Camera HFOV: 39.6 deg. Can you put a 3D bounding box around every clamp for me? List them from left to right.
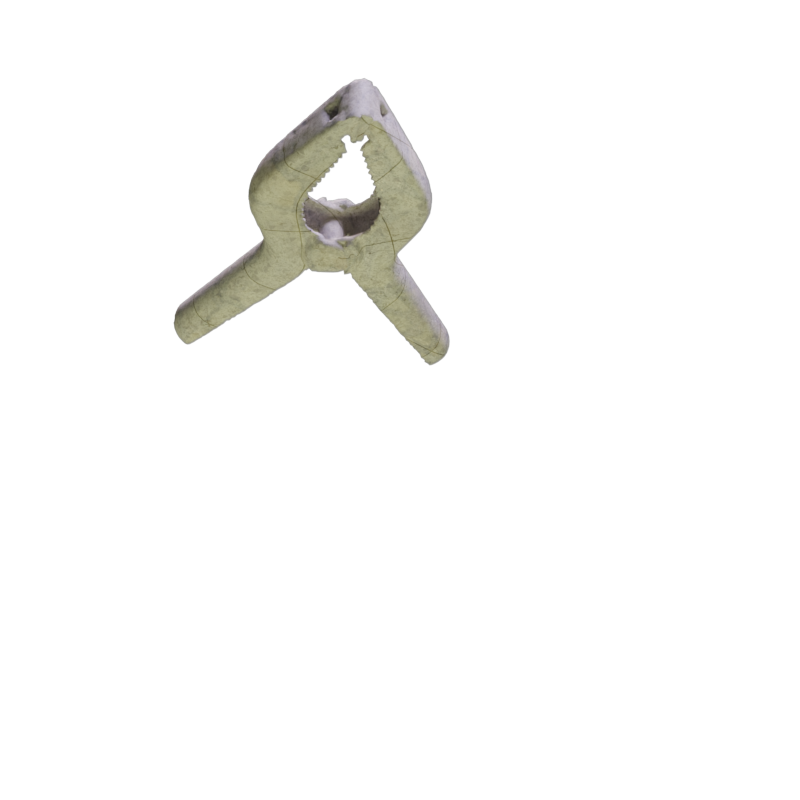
[{"bbox_3d":[-0.047,-0.086,0.600,0.164,0.039,0.196,1,-36,-2],"label":"clamp"}]
